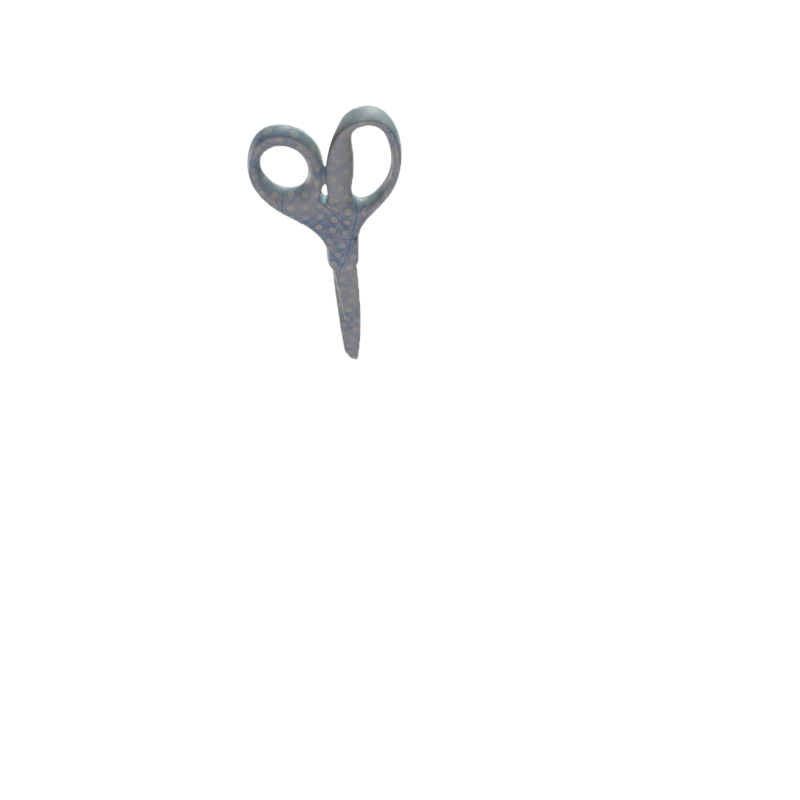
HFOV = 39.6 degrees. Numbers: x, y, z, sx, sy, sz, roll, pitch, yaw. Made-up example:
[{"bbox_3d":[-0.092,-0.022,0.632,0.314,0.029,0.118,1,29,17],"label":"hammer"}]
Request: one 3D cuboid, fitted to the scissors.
[{"bbox_3d":[-0.052,-0.096,0.671,0.095,0.017,0.190,9,-44,-10],"label":"scissors"}]
